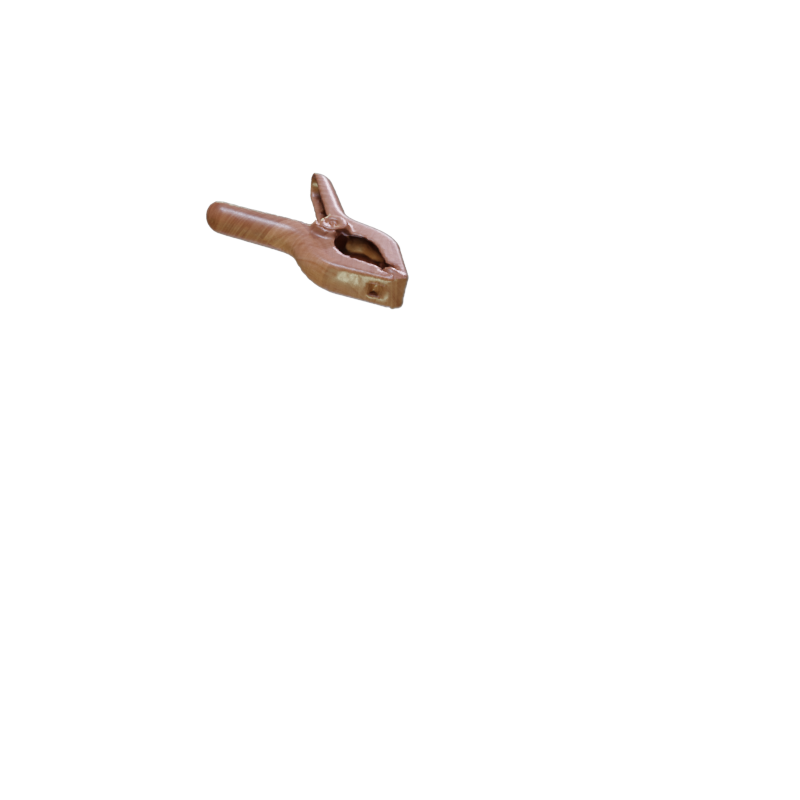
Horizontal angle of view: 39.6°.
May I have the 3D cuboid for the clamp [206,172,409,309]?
[{"bbox_3d":[-0.066,-0.121,0.846,0.119,0.037,0.185,-21,42,-26],"label":"clamp"}]
